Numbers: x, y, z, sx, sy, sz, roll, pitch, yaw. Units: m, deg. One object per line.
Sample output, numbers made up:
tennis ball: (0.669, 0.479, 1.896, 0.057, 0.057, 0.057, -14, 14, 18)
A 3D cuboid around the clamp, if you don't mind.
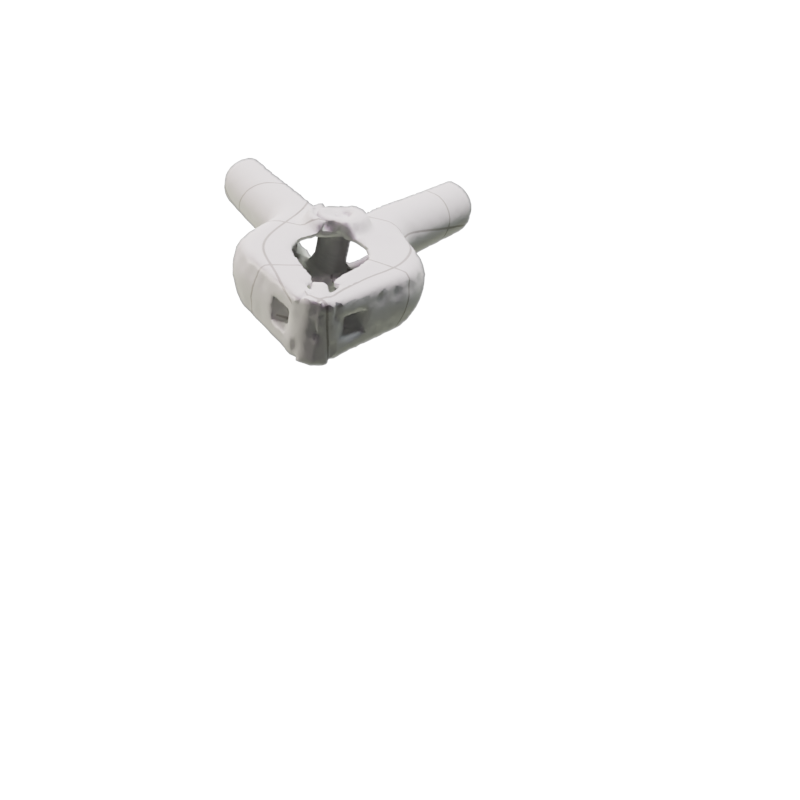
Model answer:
clamp: (-0.038, -0.069, 0.486, 0.122, 0.037, 0.177, 5, 26, 11)
